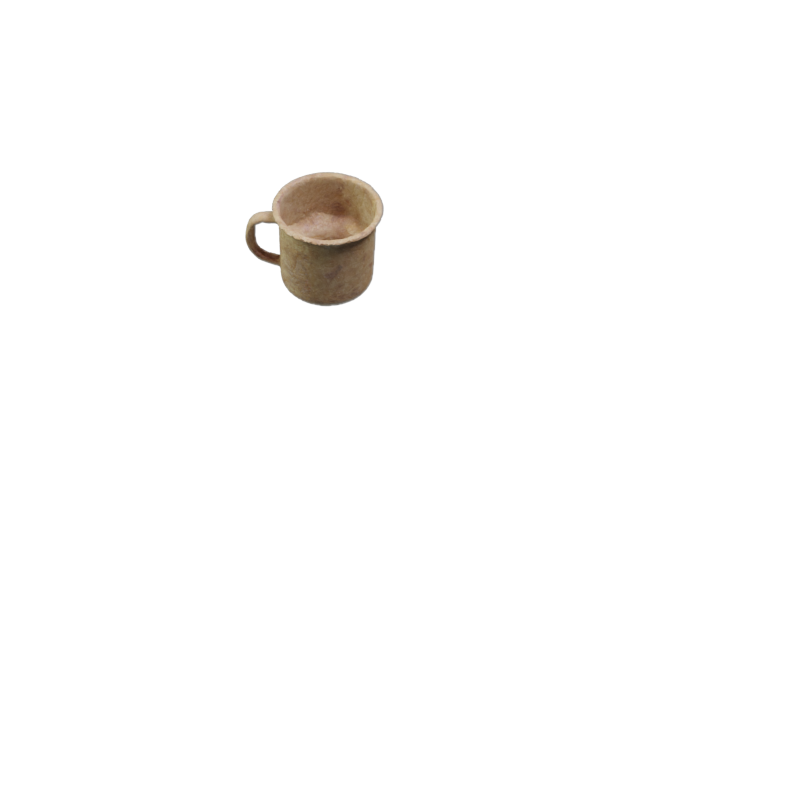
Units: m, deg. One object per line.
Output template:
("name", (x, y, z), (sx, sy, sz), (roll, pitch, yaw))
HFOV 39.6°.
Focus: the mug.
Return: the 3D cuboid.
("mug", (-0.074, -0.136, 0.949), (0.117, 0.100, 0.076), (2, -44, 1))
